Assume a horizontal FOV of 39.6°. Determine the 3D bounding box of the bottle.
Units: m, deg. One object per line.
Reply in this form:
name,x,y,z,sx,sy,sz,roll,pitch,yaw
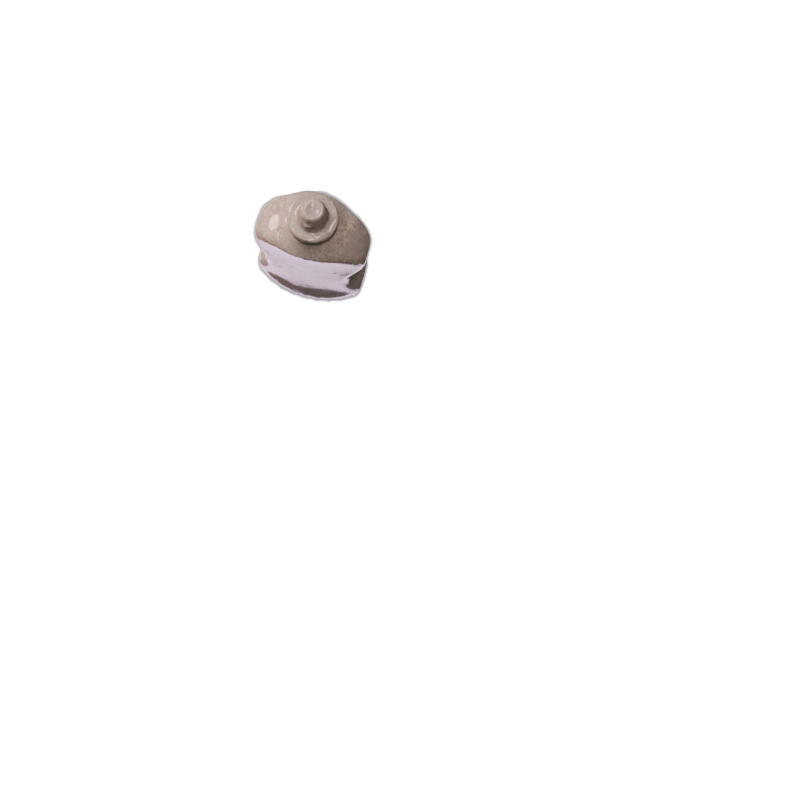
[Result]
bottle,-0.073,-0.133,0.934,0.096,0.060,0.187,18,-9,0
